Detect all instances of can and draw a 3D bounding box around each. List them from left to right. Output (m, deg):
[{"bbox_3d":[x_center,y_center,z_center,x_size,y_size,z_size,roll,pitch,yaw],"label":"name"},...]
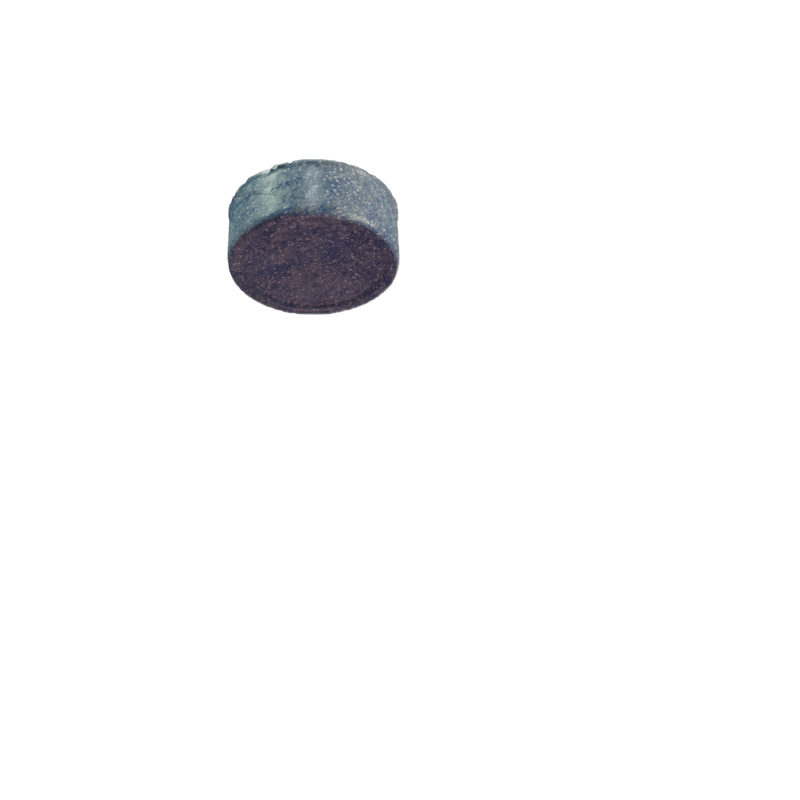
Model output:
[{"bbox_3d":[-0.043,-0.078,0.549,0.086,0.036,0.080,1,-33,-2],"label":"can"}]
